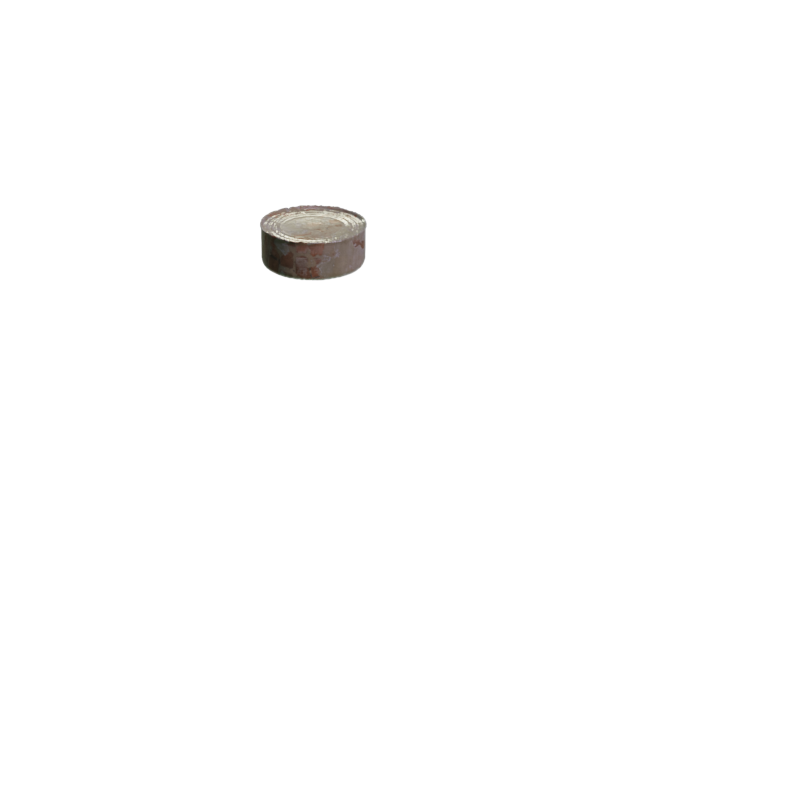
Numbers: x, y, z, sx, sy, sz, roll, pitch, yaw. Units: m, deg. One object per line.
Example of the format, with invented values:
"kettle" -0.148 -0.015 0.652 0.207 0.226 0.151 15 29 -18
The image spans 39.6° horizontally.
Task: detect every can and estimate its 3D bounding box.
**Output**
"can" -0.070 -0.128 0.896 0.086 0.032 0.091 -1 28 -2
